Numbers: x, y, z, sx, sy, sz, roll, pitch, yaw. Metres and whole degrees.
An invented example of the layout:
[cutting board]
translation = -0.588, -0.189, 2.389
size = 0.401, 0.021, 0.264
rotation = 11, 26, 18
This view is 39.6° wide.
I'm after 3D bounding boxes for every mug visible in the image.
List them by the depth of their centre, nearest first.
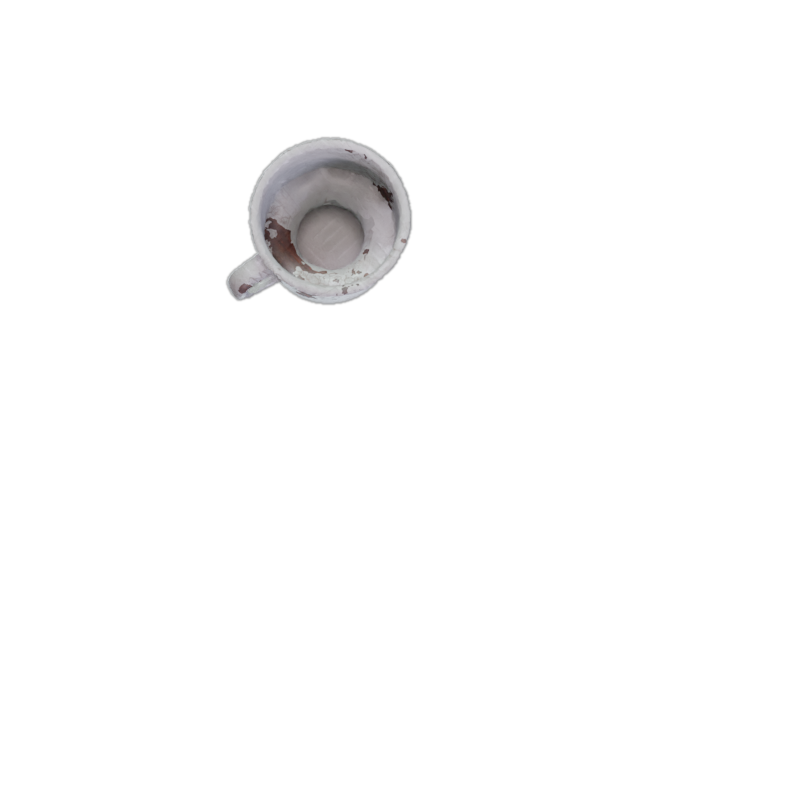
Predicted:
[mug]
translation = -0.053, -0.096, 0.672
size = 0.117, 0.095, 0.080
rotation = -36, -5, -6
